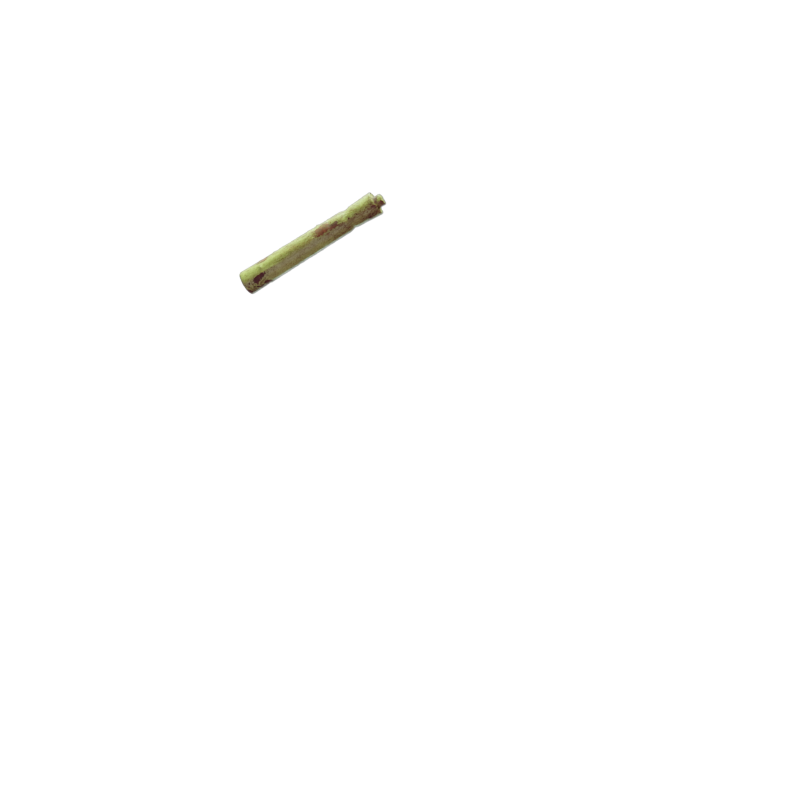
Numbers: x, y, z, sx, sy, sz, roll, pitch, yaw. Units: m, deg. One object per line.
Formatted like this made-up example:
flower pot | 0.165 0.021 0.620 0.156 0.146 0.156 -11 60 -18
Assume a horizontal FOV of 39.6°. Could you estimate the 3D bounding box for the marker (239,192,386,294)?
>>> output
marker | -0.063 -0.116 0.810 0.121 0.020 0.019 -30 -3 13
